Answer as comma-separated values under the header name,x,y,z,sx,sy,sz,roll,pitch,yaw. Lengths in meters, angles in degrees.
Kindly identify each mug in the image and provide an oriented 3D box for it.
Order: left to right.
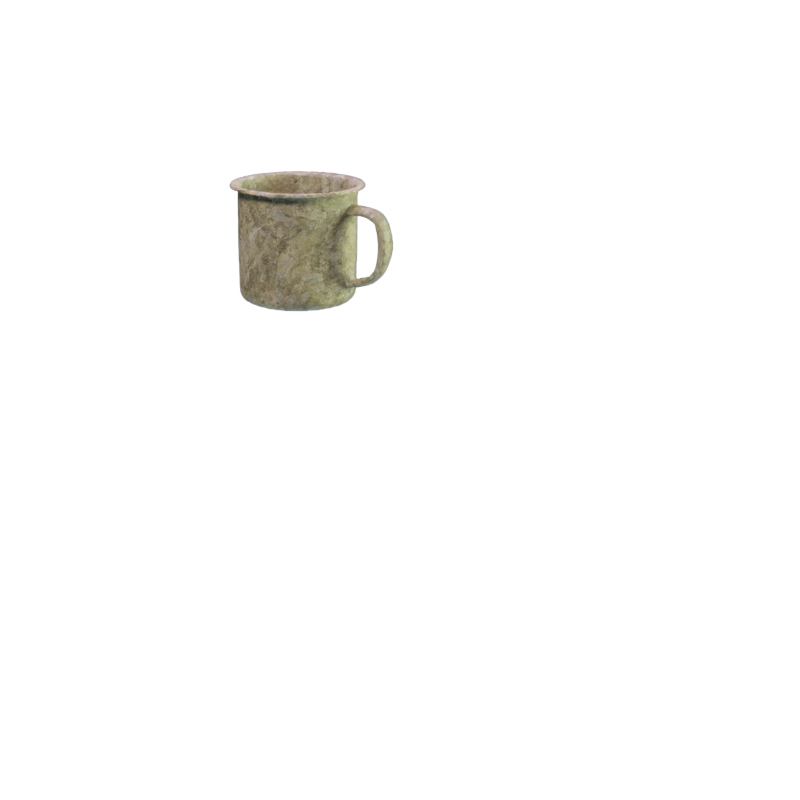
name,x,y,z,sx,sy,sz,roll,pitch,yaw
mug,-0.059,-0.108,0.759,0.121,0.079,0.093,9,19,23
